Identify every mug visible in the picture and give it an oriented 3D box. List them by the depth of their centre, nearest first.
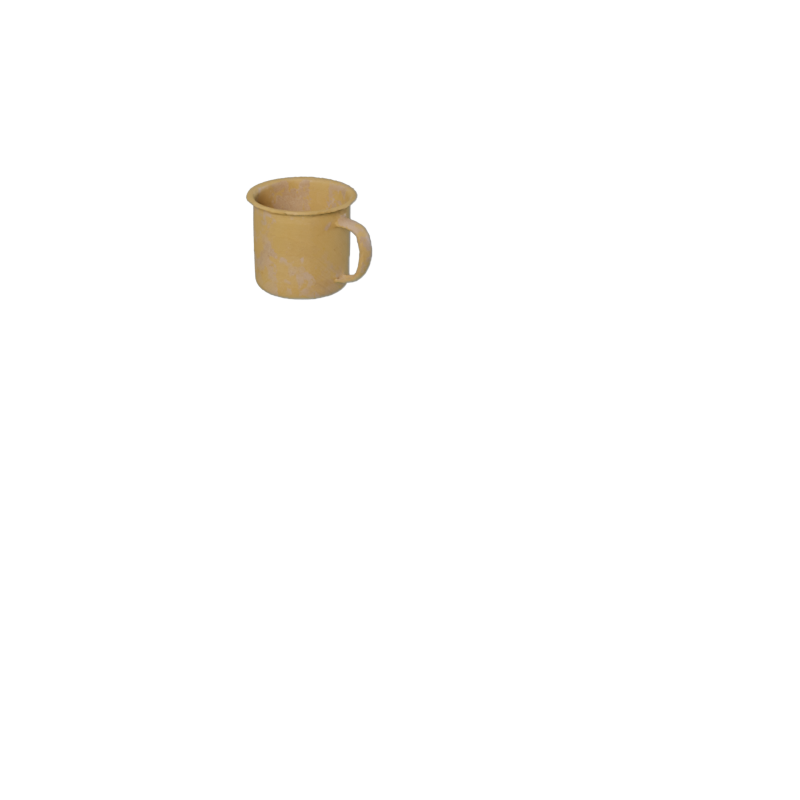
[{"bbox_3d":[-0.073,-0.133,0.933,0.123,0.077,0.093,18,31,30],"label":"mug"}]
